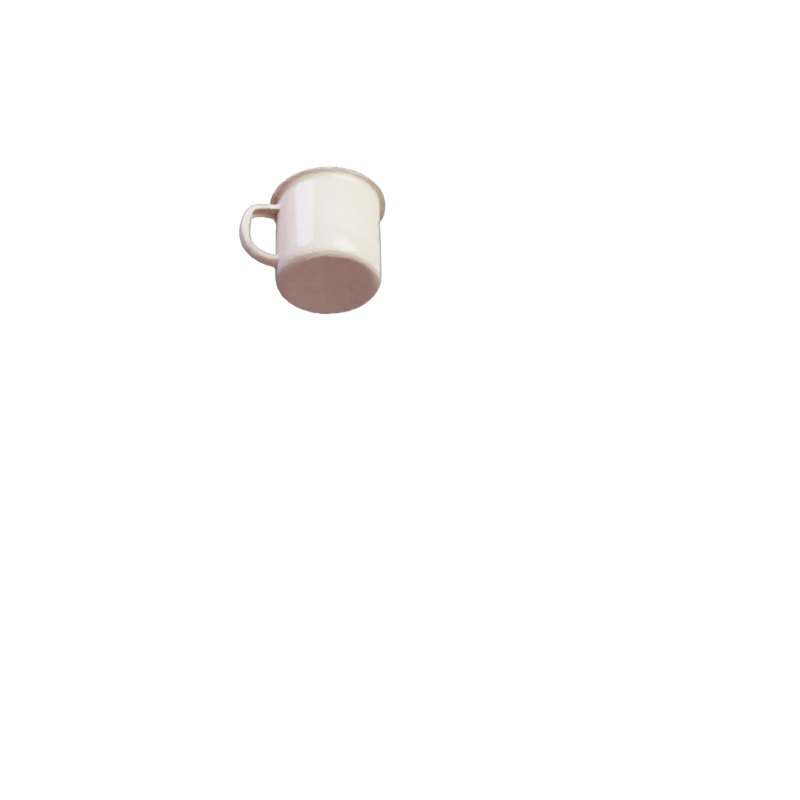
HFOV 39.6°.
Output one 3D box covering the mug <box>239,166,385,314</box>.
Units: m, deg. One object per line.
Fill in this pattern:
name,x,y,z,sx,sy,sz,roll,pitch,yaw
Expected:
mug,-0.068,-0.123,0.863,0.114,0.087,0.089,10,-38,-15
